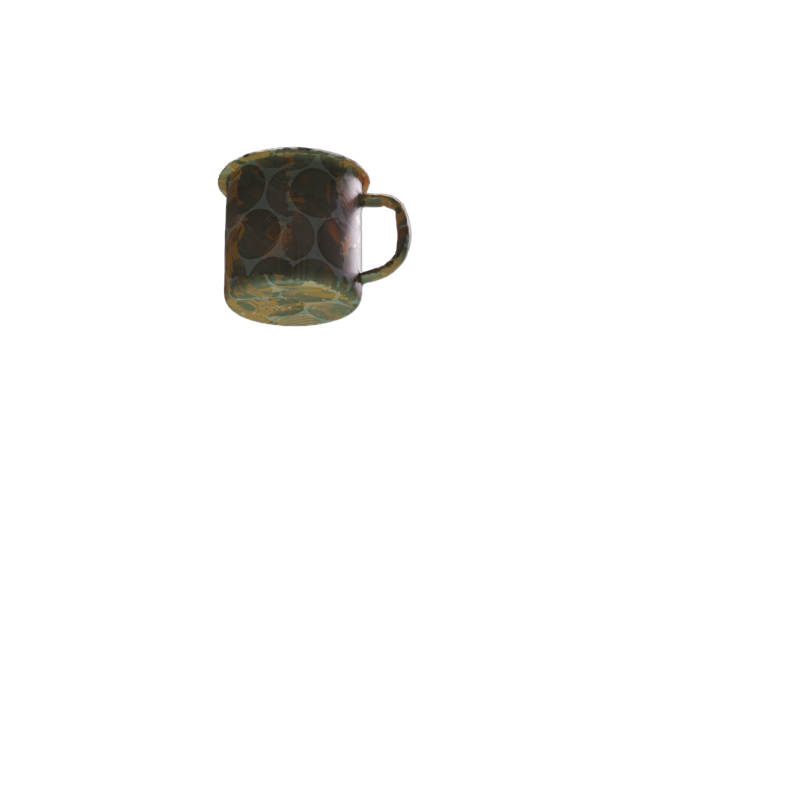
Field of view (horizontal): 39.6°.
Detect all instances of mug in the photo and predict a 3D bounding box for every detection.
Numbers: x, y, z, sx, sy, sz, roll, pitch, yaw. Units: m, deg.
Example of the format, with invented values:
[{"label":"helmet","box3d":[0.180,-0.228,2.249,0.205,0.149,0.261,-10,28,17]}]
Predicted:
[{"label":"mug","box3d":[-0.052,-0.094,0.661,0.118,0.086,0.088,-2,-19,4]}]
